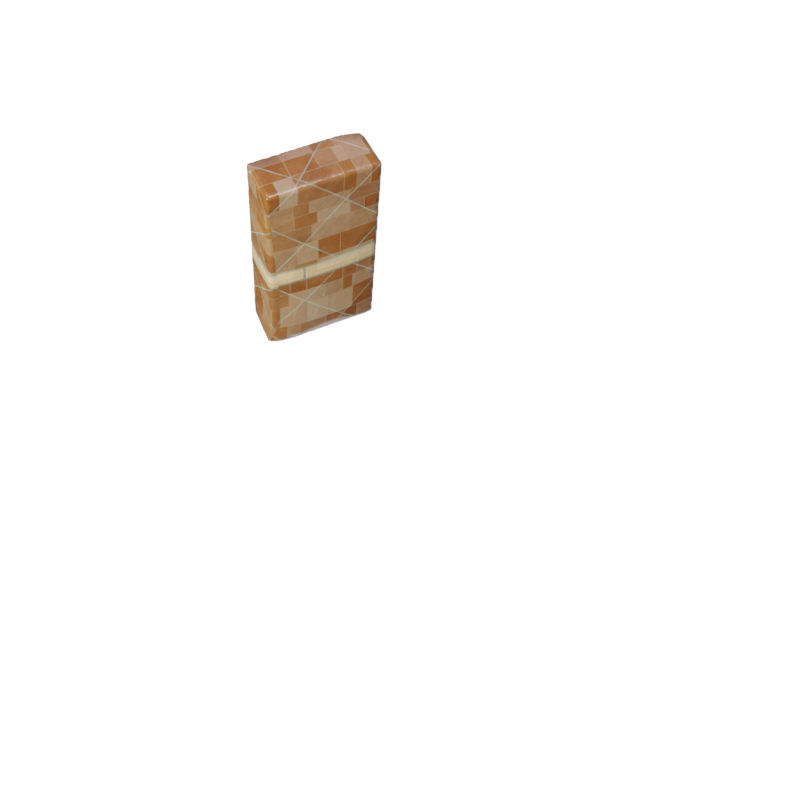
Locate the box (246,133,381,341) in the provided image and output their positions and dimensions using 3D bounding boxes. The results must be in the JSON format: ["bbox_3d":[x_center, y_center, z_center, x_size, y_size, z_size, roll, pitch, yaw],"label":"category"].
[{"bbox_3d":[-0.067,-0.123,0.858,0.092,0.052,0.164,-19,-34,-17],"label":"box"}]
